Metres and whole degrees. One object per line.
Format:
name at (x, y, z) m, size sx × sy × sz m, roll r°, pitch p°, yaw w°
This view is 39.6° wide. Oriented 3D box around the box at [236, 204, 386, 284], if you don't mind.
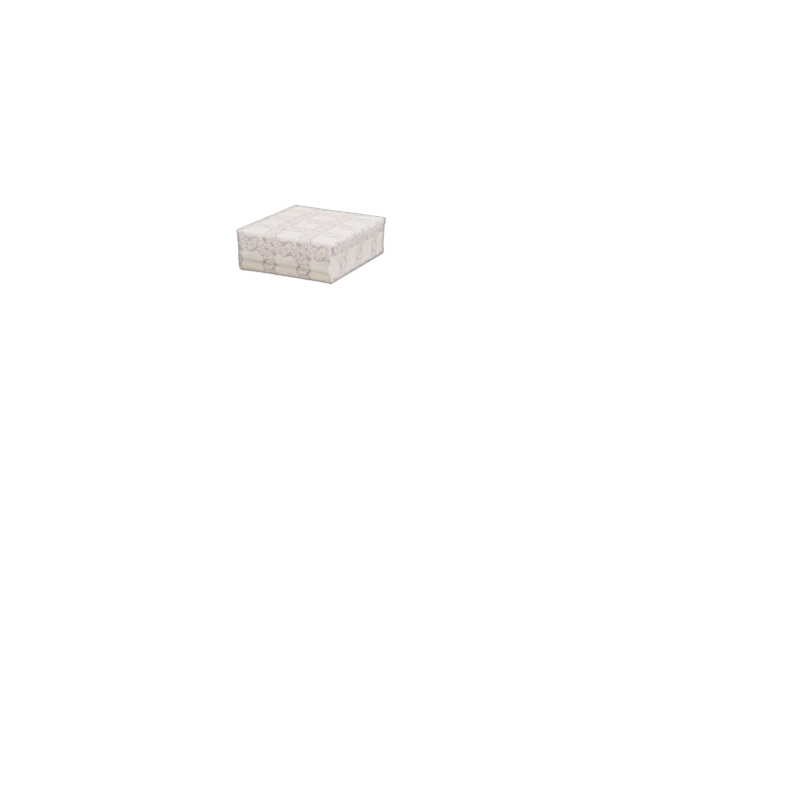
box at (-0.074, -0.134, 0.942) m, size 0.093 × 0.037 × 0.115 m, roll 9°, pitch 24°, yaw 21°
